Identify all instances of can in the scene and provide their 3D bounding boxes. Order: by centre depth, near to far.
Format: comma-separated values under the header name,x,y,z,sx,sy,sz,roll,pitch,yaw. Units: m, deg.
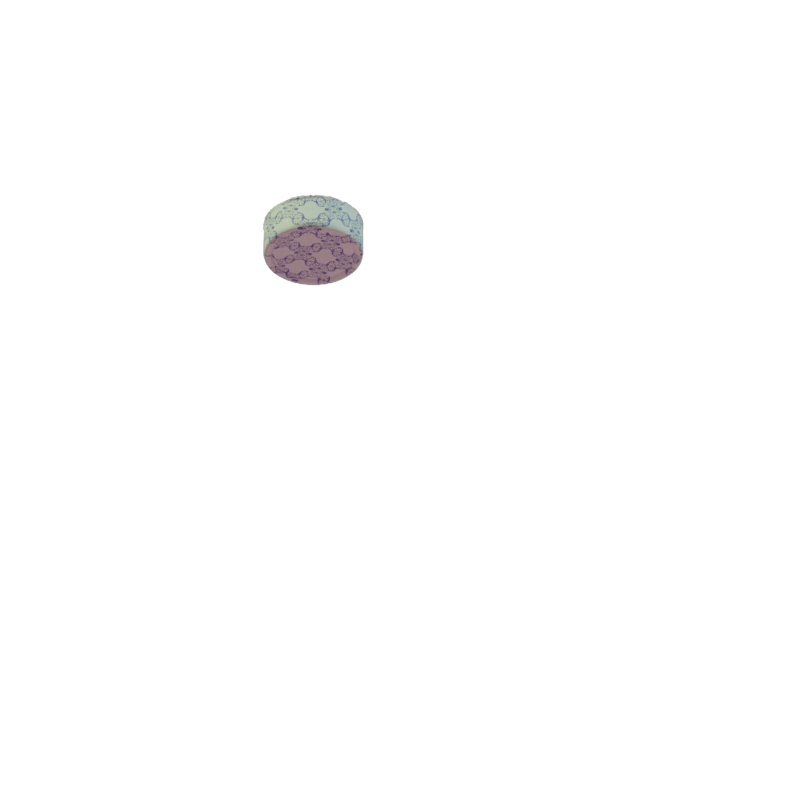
name,x,y,z,sx,sy,sz,roll,pitch,yaw
can,-0.073,-0.134,0.938,0.086,0.036,0.080,1,-32,-2
